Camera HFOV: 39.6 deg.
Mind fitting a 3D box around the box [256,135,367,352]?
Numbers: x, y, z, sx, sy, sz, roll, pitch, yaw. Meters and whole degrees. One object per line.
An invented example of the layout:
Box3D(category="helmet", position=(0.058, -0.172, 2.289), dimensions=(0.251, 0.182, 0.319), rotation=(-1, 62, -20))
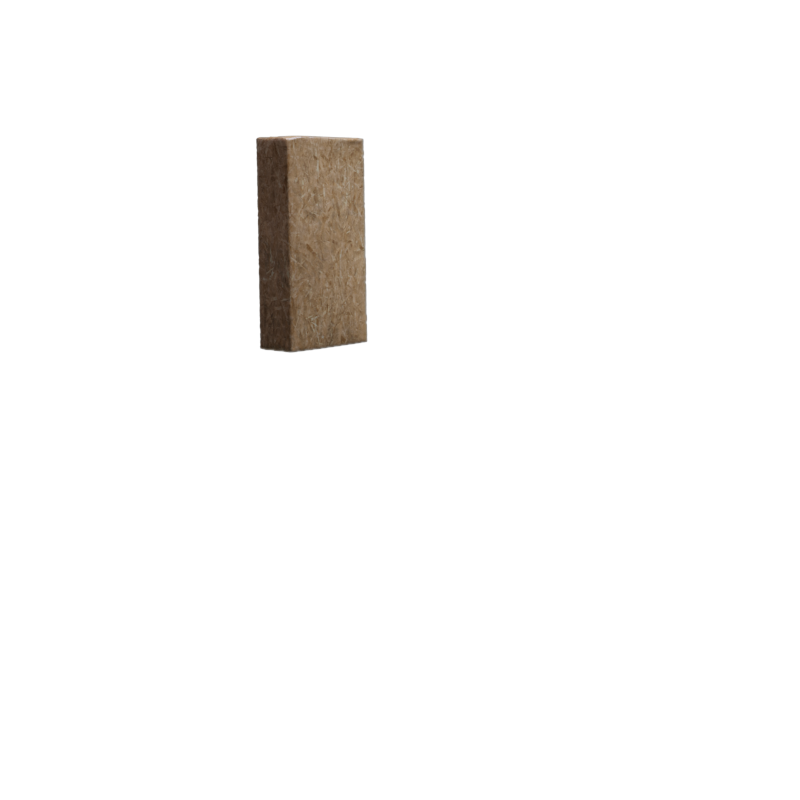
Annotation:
Box3D(category="box", position=(-0.073, -0.133, 0.932), dimensions=(0.050, 0.174, 0.090), rotation=(5, 7, 44))
